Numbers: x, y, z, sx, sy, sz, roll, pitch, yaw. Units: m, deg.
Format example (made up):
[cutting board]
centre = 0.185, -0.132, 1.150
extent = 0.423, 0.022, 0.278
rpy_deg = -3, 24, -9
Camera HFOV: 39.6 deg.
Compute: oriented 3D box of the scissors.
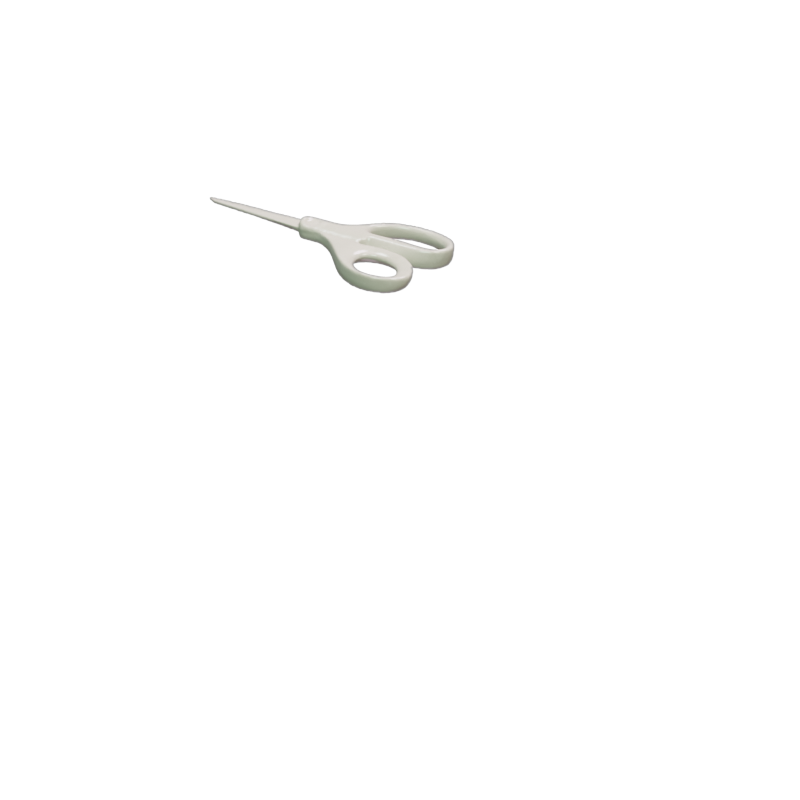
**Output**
[scissors]
centre = -0.063, -0.115, 0.809
extent = 0.207, 0.015, 0.100
rpy_deg = 10, 34, 15
